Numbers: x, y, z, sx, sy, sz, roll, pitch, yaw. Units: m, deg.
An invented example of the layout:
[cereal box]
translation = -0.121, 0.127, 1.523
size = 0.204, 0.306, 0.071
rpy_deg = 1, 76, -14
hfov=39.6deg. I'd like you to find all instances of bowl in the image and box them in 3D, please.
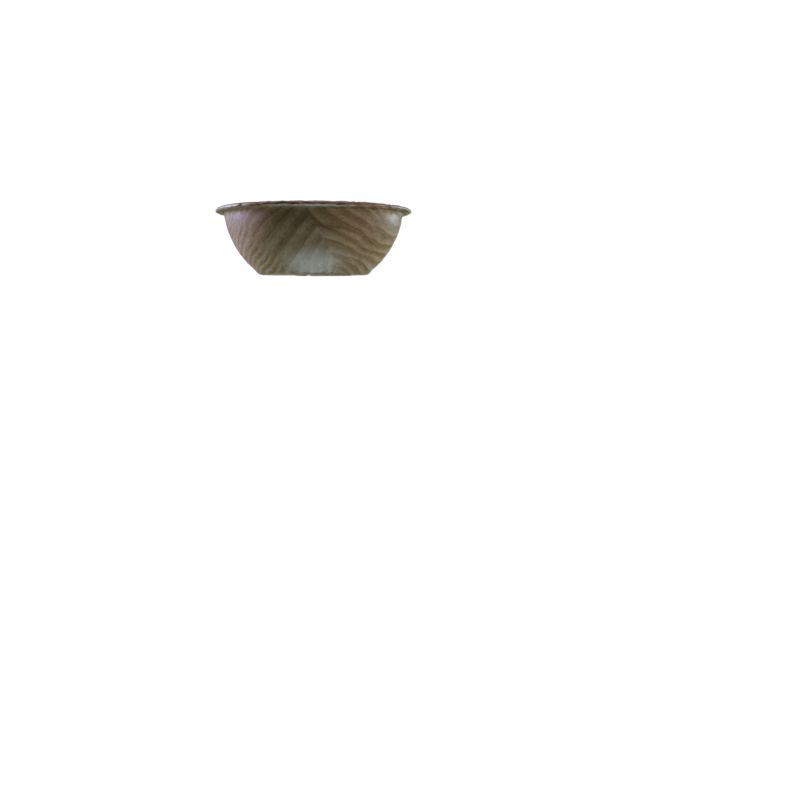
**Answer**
[bowl]
translation = -0.072, -0.131, 0.914
size = 0.162, 0.055, 0.163
rpy_deg = 0, 4, -2
